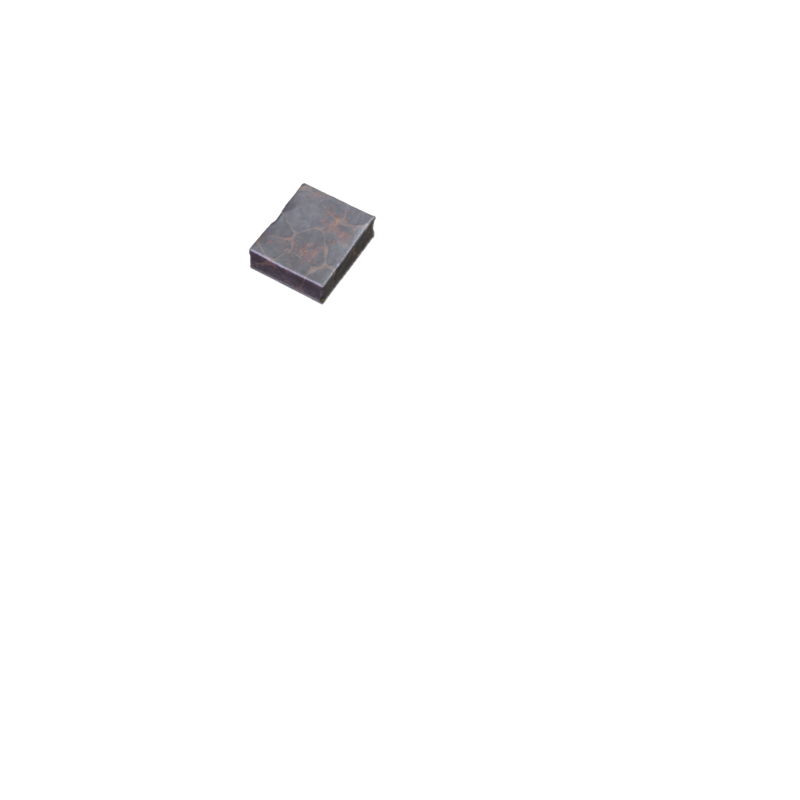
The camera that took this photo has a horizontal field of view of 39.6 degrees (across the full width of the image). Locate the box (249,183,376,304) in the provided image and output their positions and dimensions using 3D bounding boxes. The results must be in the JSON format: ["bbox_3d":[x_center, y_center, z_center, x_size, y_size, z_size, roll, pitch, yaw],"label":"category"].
[{"bbox_3d":[-0.073,-0.133,0.934,0.076,0.092,0.028,26,-30,16],"label":"box"}]
